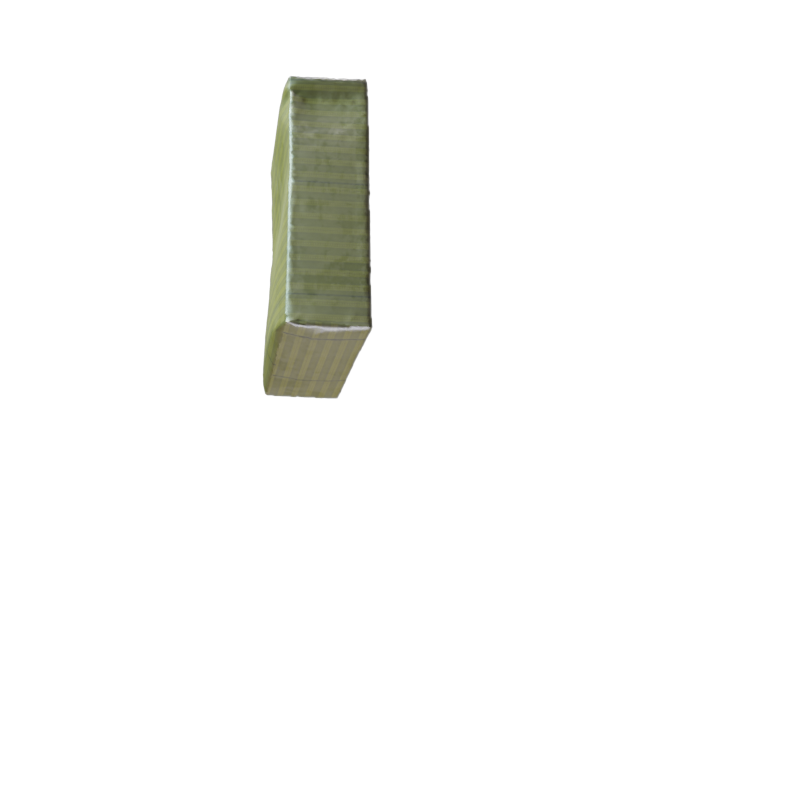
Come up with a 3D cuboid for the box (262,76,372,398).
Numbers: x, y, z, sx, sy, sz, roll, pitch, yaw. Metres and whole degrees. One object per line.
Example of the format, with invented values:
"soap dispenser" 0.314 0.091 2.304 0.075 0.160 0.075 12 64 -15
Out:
"box" -0.070 -0.128 0.893 0.071 0.225 0.158 3 -23 -10
